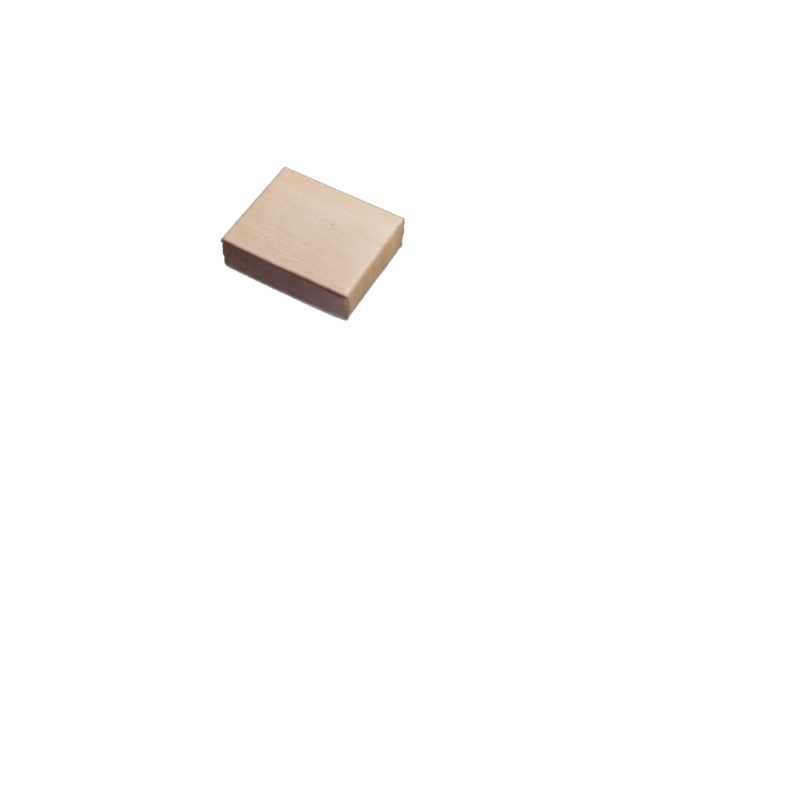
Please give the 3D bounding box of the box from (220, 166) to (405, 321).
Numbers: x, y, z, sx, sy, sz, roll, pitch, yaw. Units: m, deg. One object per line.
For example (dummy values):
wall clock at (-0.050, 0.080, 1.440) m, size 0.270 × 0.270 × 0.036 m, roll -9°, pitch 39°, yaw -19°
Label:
box at (-0.067, -0.121, 0.849) m, size 0.118 × 0.092 × 0.036 m, roll 26°, pitch -32°, yaw 17°
